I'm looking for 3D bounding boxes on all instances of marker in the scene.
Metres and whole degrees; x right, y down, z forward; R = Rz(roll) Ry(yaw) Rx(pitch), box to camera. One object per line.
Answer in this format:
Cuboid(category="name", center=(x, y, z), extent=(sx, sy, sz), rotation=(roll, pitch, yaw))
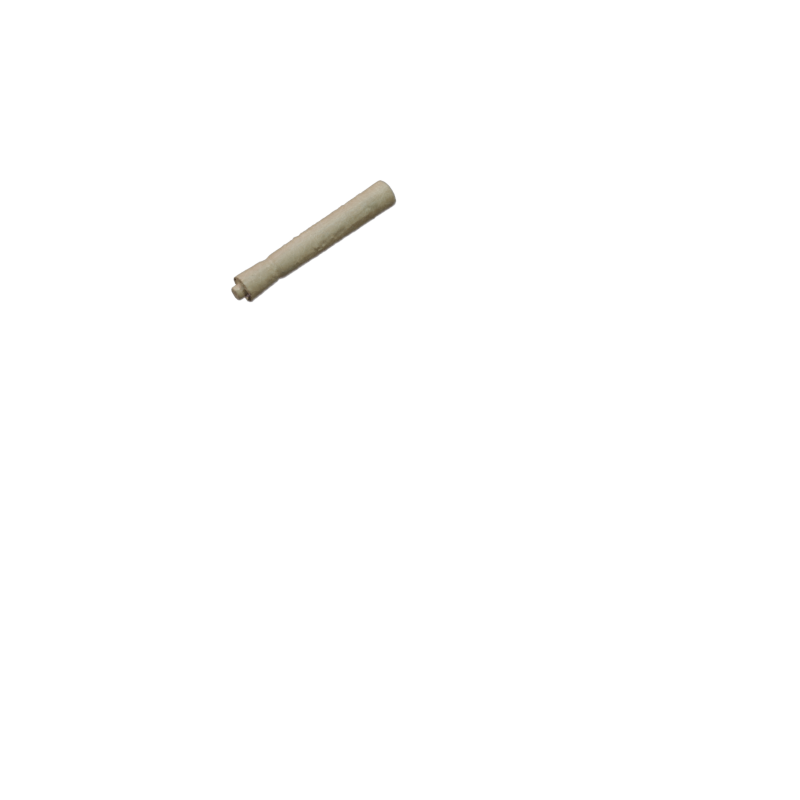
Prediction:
Cuboid(category="marker", center=(-0.054, -0.098, 0.687), extent=(0.122, 0.019, 0.020), rotation=(-37, 18, -20))
